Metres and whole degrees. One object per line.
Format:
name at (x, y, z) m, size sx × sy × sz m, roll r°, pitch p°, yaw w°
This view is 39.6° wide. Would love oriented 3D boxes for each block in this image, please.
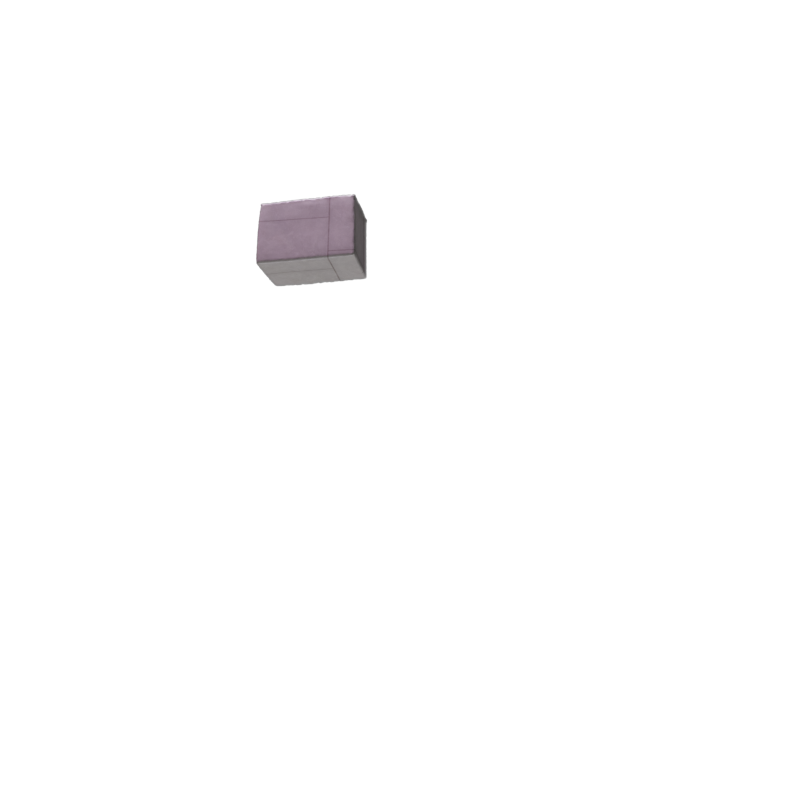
block at (-0.068, -0.124, 0.866) m, size 0.079 × 0.054 × 0.050 m, roll -4°, pitch -20°, yaw 11°
